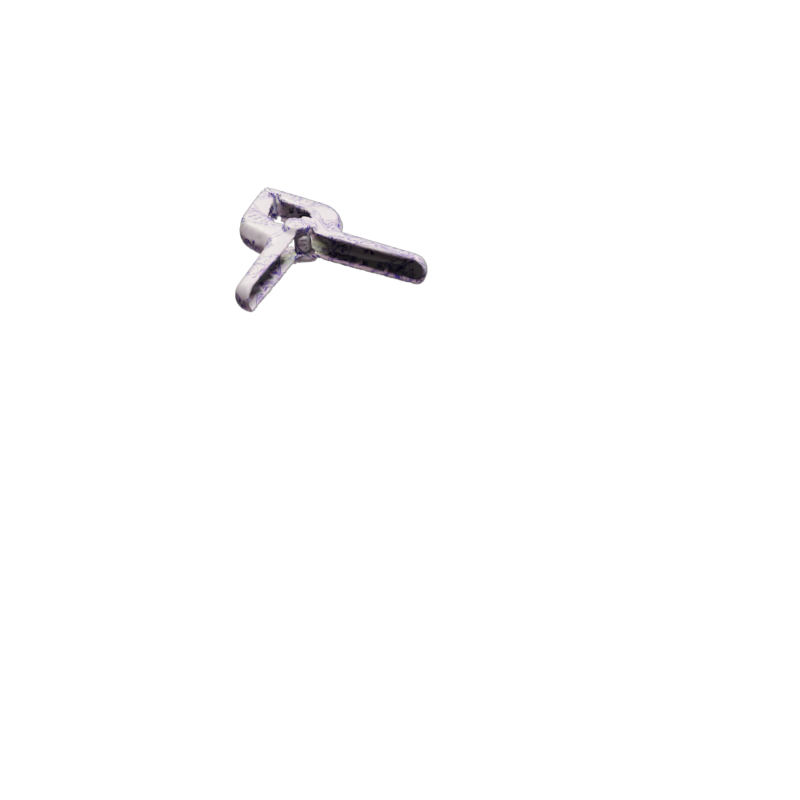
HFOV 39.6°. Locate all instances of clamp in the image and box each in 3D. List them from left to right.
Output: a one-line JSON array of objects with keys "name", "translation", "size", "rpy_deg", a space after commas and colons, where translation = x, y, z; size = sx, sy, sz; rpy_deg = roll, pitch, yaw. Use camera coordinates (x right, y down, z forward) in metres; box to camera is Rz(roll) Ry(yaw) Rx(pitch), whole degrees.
[{"name": "clamp", "translation": [-0.077, -0.141, 0.987], "size": [0.162, 0.034, 0.225], "rpy_deg": [-7, 31, -12]}]
